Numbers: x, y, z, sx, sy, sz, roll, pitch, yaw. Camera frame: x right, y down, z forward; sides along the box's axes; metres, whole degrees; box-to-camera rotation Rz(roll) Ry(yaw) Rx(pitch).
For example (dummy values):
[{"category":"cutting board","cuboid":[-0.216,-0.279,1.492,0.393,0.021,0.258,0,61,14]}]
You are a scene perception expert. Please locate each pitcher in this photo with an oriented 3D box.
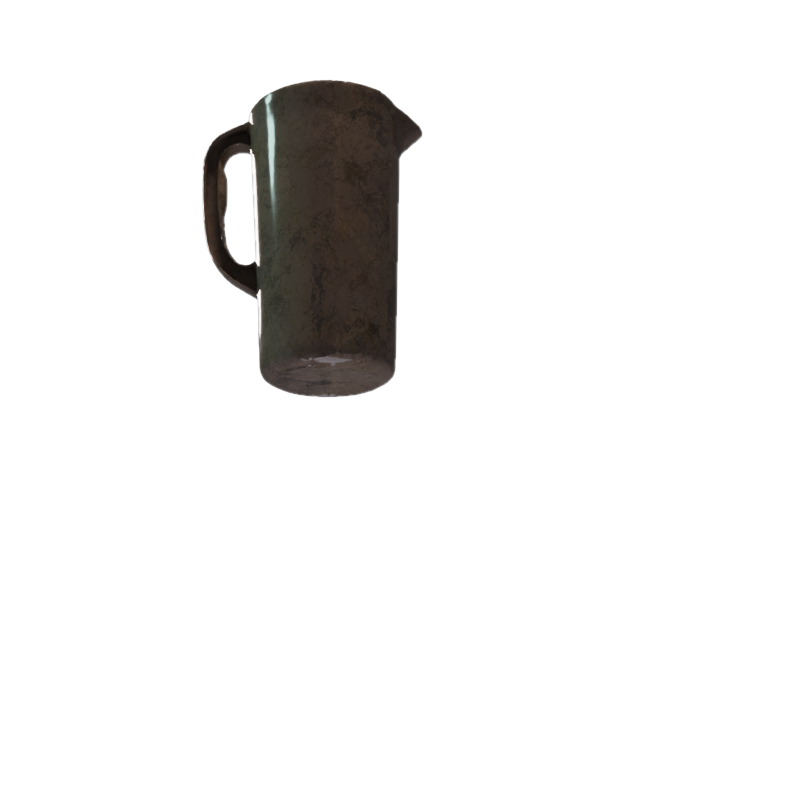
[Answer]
[{"category":"pitcher","cuboid":[-0.072,-0.132,0.921,0.137,0.255,0.150,16,-27,-38]}]
